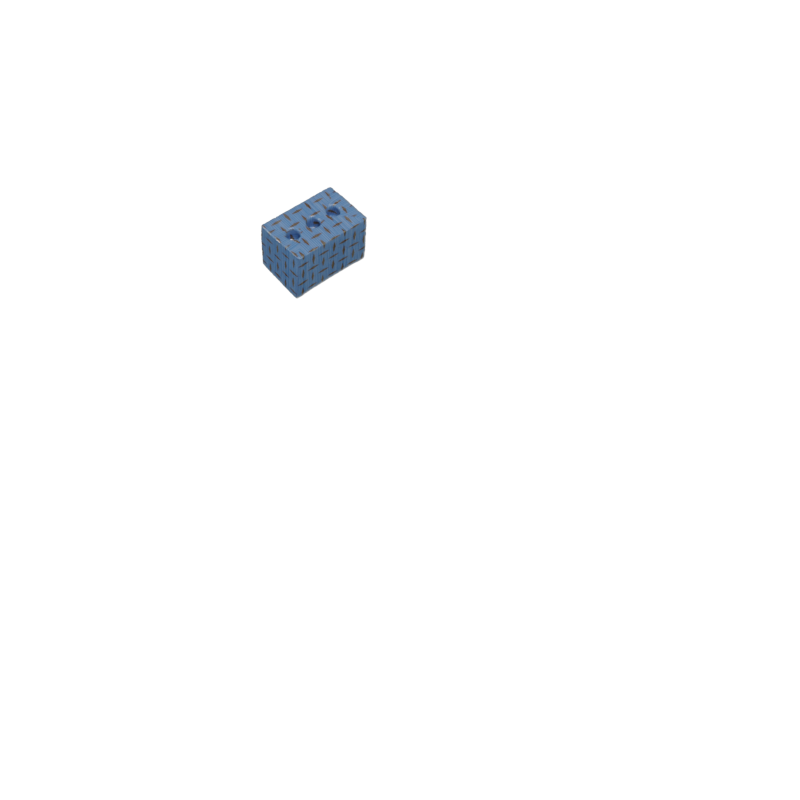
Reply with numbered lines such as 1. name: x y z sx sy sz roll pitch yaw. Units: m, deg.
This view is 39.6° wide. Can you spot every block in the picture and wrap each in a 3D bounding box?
1. block: -0.075 -0.137 0.961 0.078 0.048 0.056 -34 60 -25
